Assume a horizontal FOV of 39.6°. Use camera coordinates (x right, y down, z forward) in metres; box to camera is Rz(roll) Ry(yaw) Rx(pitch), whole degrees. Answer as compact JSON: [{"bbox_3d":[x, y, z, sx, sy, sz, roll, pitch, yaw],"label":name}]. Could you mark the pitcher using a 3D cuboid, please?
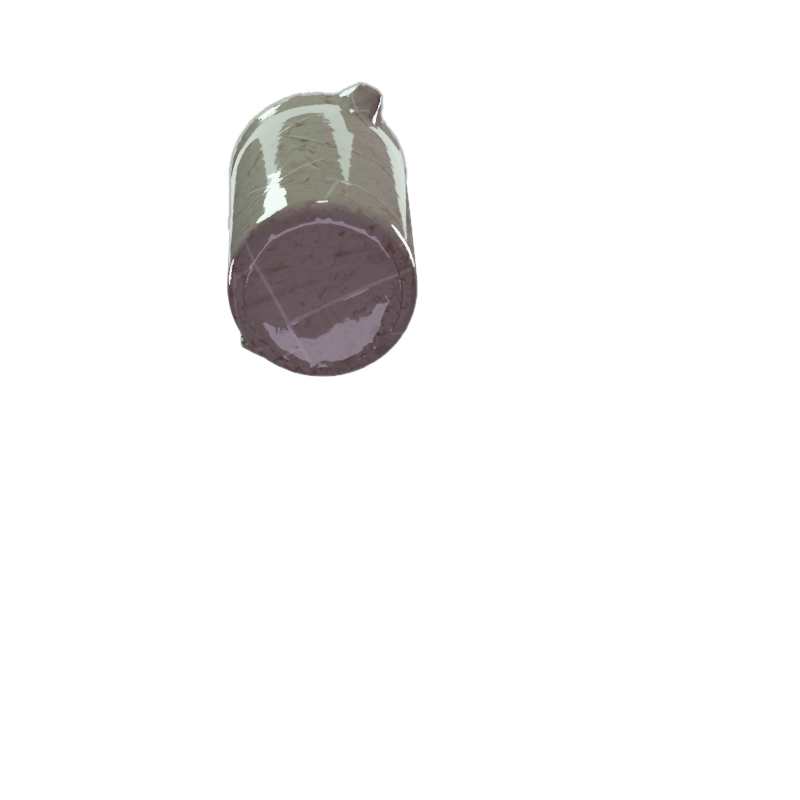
[{"bbox_3d":[-0.057,-0.104,0.732,0.145,0.141,0.256,-15,25,4],"label":"pitcher"}]
